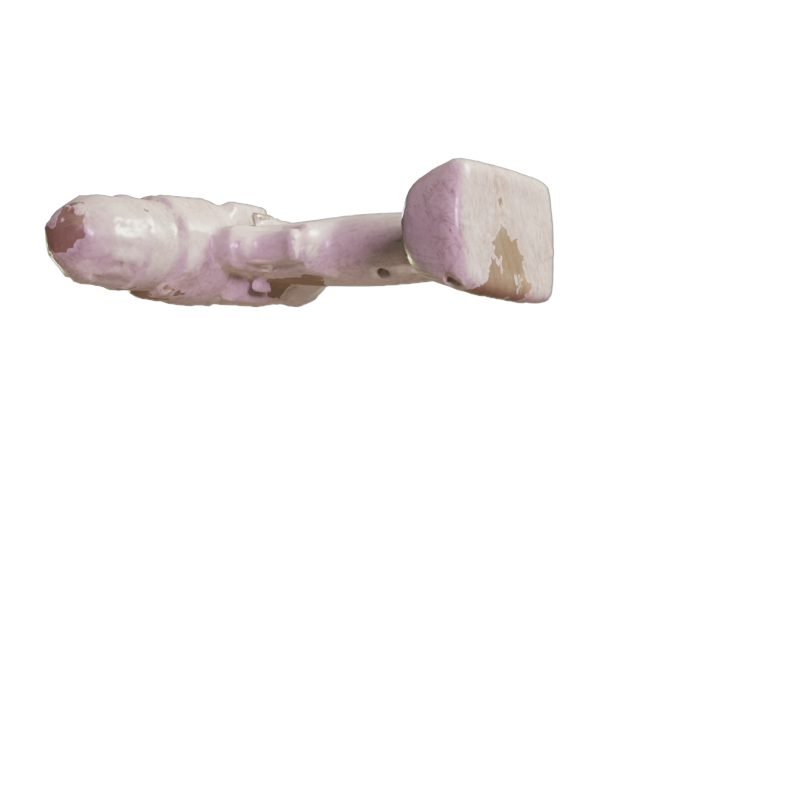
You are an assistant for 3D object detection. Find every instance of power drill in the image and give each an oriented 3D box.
[{"bbox_3d":[-0.039,-0.072,0.504,0.194,0.057,0.178,2,4,32],"label":"power drill"}]
